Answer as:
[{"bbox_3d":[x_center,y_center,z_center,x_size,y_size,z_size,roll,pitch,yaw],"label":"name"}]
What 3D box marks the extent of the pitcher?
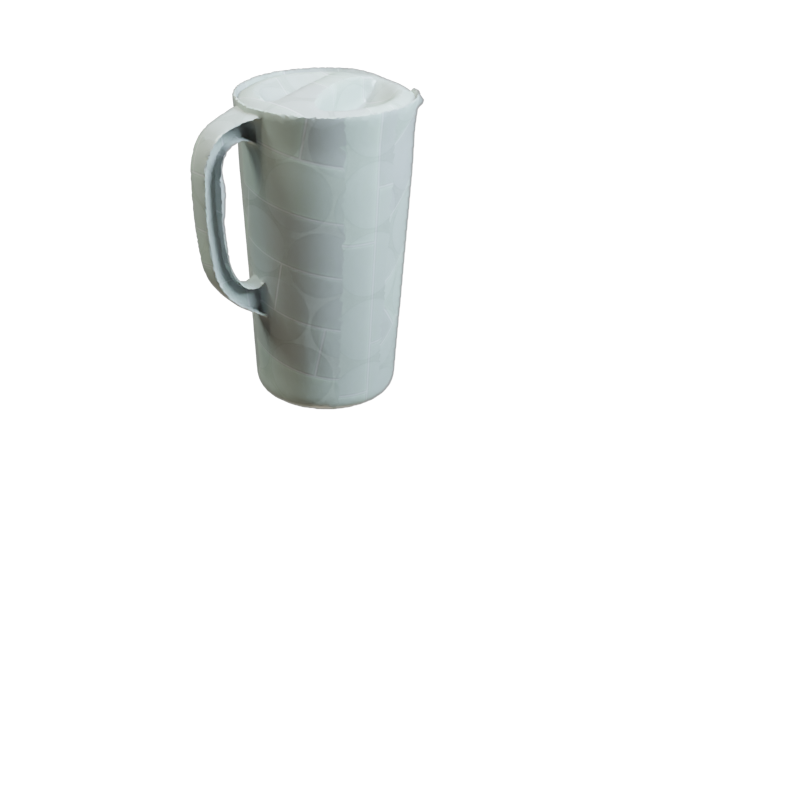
[{"bbox_3d":[-0.065,-0.118,0.825,0.151,0.231,0.151,5,26,7],"label":"pitcher"}]
